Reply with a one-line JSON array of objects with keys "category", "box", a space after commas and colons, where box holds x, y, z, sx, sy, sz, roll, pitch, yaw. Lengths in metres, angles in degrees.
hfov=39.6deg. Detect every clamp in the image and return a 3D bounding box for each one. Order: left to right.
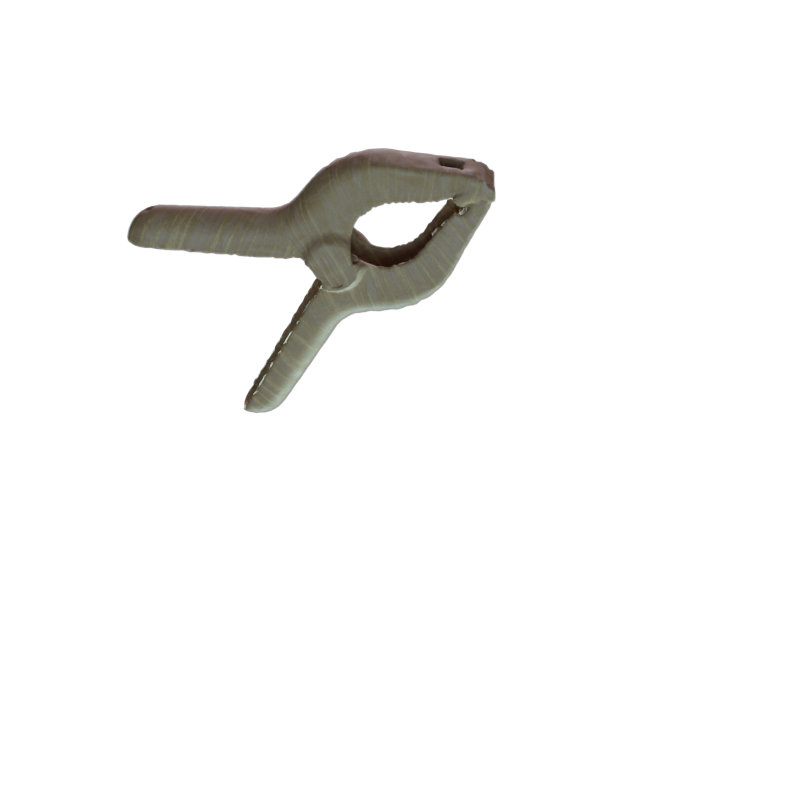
[{"category": "clamp", "box": [-0.041, -0.074, 0.521, 0.171, 0.113, 0.042, -33, 26, 18]}]
